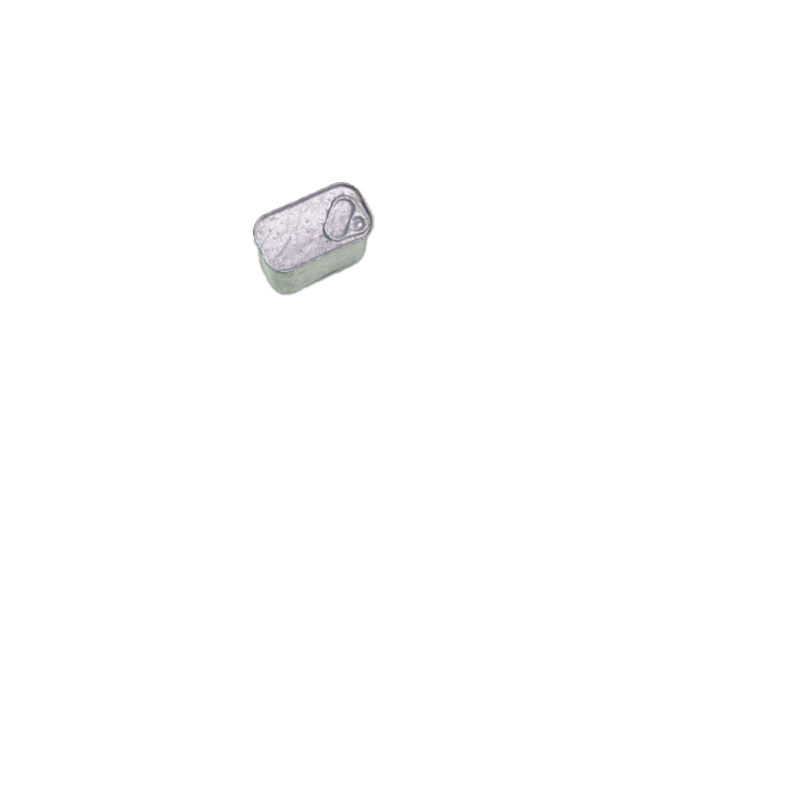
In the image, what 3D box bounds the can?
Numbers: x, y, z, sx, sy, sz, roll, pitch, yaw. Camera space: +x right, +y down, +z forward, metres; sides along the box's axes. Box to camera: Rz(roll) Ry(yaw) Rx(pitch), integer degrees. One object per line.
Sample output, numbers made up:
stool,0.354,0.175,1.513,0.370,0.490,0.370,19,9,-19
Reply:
can,-0.077,-0.142,0.991,0.102,0.060,0.081,-25,-11,-8
